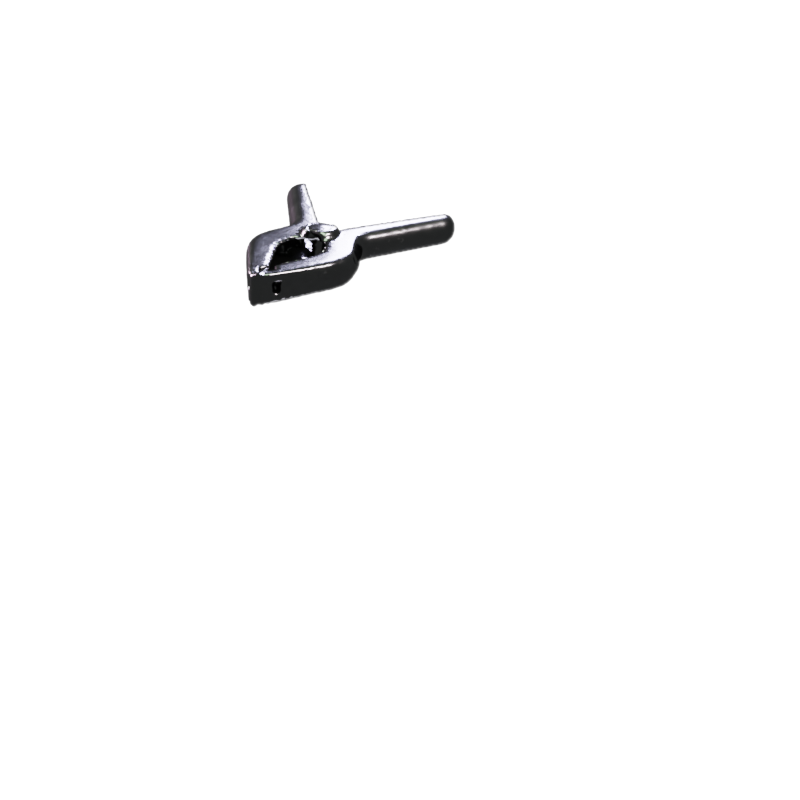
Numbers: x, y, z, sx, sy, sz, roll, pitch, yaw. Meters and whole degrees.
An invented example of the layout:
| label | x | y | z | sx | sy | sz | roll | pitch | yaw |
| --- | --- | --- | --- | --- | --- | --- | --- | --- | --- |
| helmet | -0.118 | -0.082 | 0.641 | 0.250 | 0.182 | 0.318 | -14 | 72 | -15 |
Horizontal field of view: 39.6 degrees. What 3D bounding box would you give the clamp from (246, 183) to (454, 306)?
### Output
| label | x | y | z | sx | sy | sz | roll | pitch | yaw |
| --- | --- | --- | --- | --- | --- | --- | --- | --- | --- |
| clamp | -0.074 | -0.134 | 0.941 | 0.173 | 0.034 | 0.211 | 19 | 34 | 29 |
